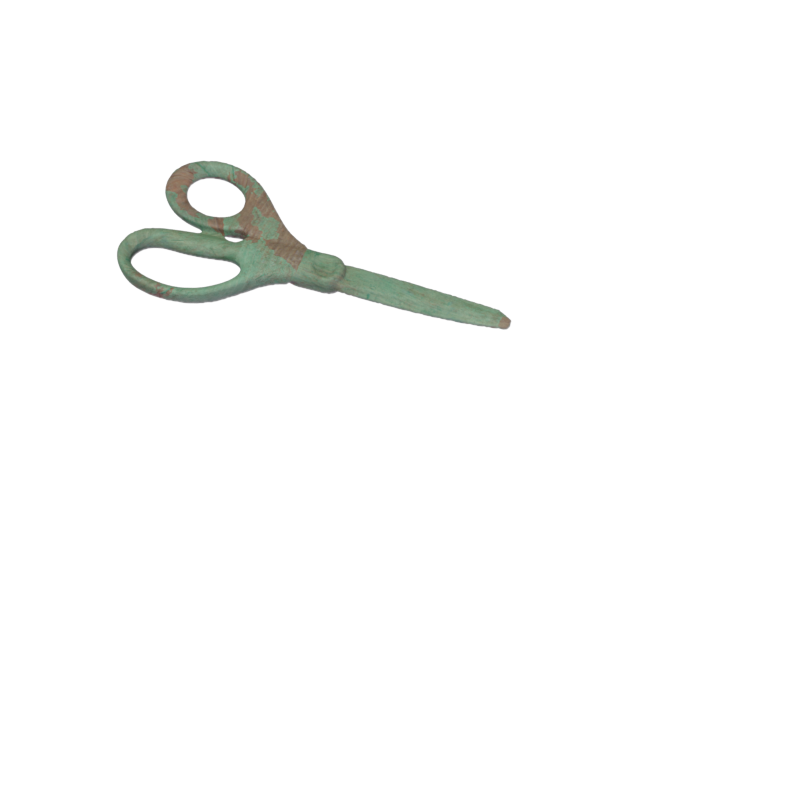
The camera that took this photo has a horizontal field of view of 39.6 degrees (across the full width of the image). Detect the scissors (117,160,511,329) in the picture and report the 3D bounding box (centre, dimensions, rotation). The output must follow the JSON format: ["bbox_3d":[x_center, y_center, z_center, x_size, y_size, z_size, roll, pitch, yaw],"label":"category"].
[{"bbox_3d":[-0.046,-0.083,0.582,0.202,0.102,0.015,2,-32,1],"label":"scissors"}]
